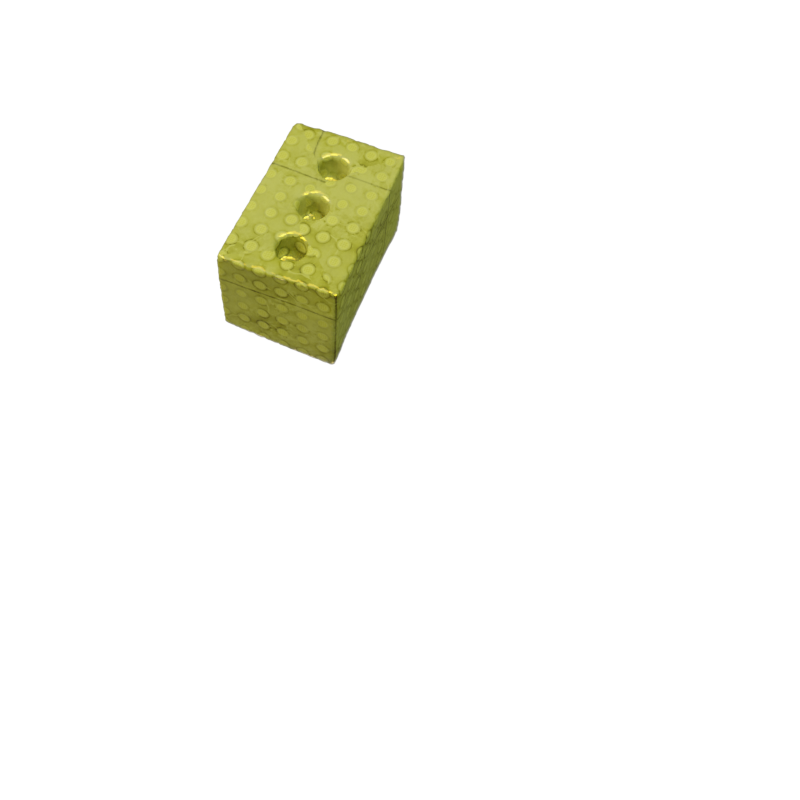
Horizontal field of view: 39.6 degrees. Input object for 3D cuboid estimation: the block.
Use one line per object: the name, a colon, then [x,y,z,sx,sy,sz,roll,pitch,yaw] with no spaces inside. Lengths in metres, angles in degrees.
block: [-0.036,-0.067,0.466,0.054,0.081,0.048,18,-30,9]
